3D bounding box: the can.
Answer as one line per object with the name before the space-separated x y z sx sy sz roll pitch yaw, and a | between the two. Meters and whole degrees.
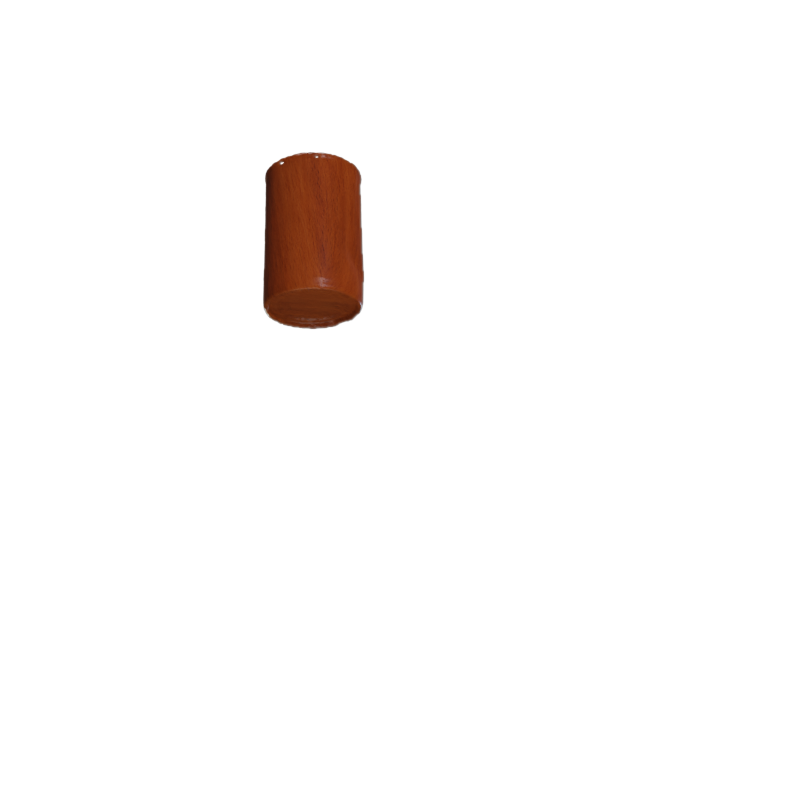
can | -0.059 -0.108 0.755 0.068 0.108 0.065 0 -25 -2
